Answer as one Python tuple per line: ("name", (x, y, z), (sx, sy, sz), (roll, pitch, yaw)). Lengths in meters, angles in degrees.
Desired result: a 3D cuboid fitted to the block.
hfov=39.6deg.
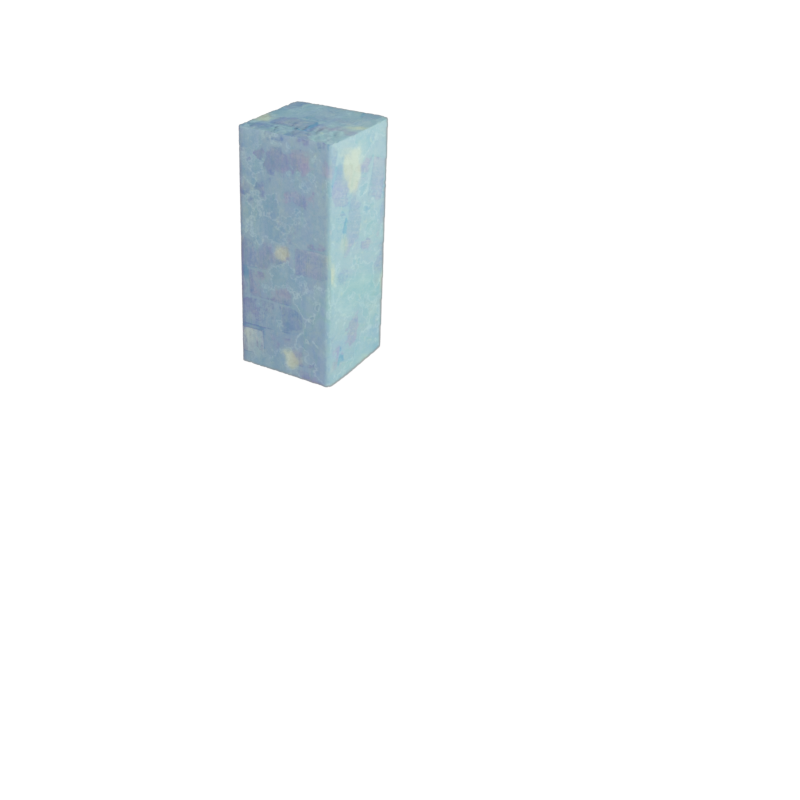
("block", (-0.071, -0.130, 0.911), (0.095, 0.196, 0.091), (15, 28, 27))
